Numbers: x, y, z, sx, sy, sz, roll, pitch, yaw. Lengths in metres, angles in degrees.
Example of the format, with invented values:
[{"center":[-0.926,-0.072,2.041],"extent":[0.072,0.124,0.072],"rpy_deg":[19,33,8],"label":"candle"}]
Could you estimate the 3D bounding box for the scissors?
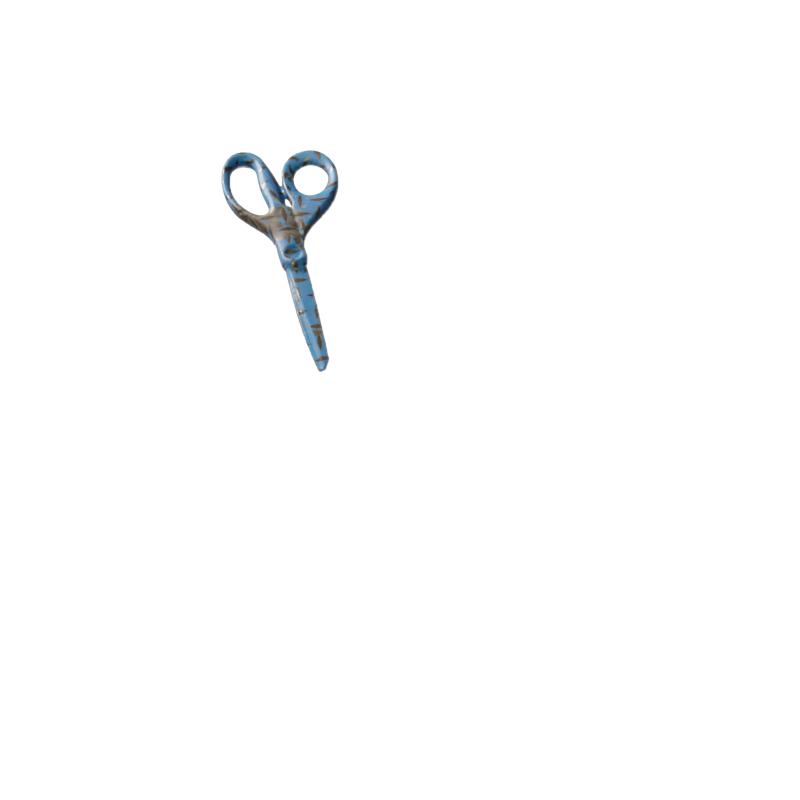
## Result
[{"center":[-0.063,-0.114,0.800],"extent":[0.096,0.217,0.015],"rpy_deg":[-24,-33,-16],"label":"scissors"}]
